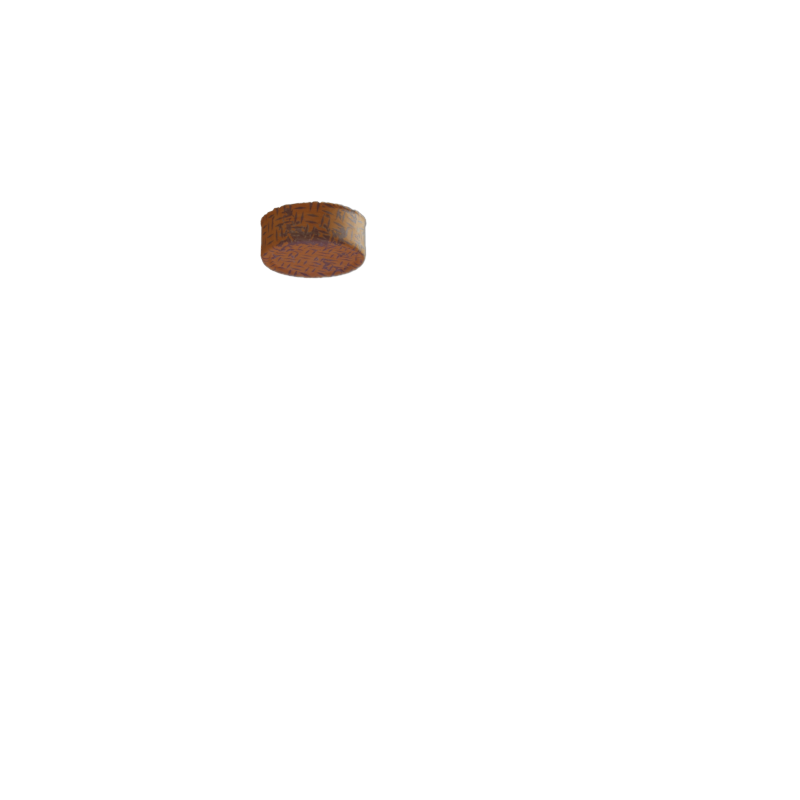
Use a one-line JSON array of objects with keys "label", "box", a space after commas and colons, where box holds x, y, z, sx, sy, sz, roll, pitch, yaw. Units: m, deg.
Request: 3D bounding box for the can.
[{"label": "can", "box": [-0.070, -0.127, 0.890, 0.086, 0.035, 0.082, 0, -16, -2]}]
